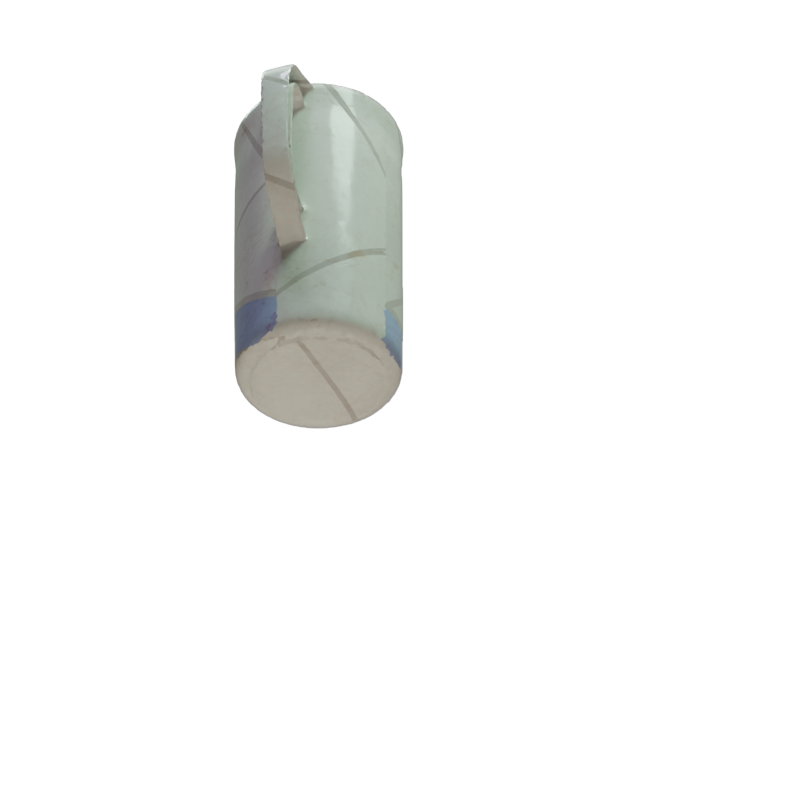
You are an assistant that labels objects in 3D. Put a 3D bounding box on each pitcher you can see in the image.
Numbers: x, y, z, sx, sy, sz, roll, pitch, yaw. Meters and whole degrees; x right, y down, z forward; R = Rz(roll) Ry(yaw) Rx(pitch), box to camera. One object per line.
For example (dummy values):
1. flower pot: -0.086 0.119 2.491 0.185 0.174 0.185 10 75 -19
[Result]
1. pitcher: -0.061 -0.112 0.784 0.143 0.261 0.141 21 -48 -24
